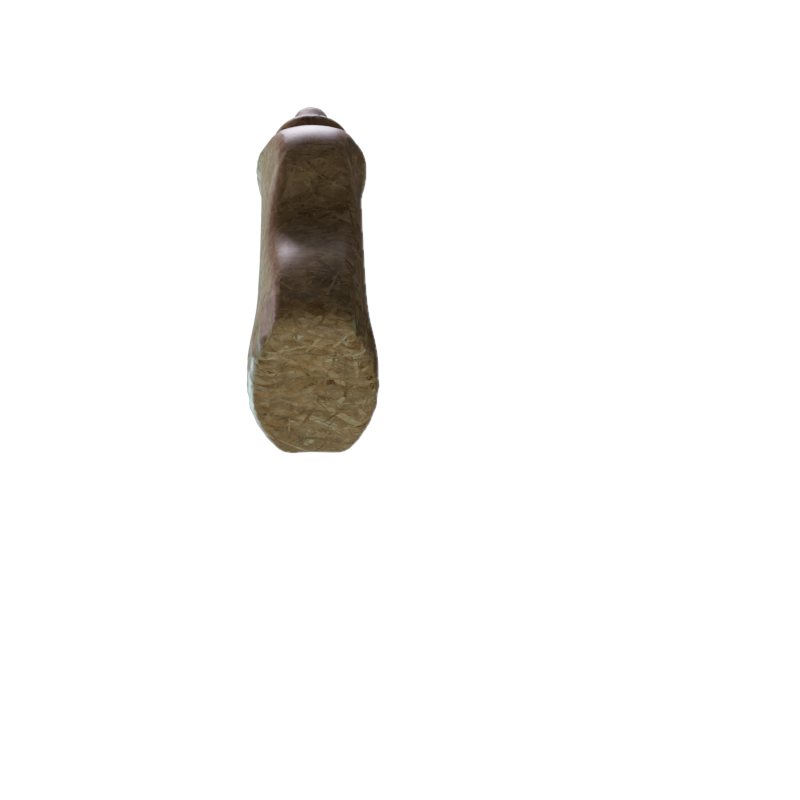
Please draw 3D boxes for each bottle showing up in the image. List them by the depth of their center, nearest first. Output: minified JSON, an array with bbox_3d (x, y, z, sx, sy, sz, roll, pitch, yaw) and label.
[{"bbox_3d":[-0.043,-0.078,0.544,0.058,0.206,0.089,-2,-41,-2],"label":"bottle"}]
